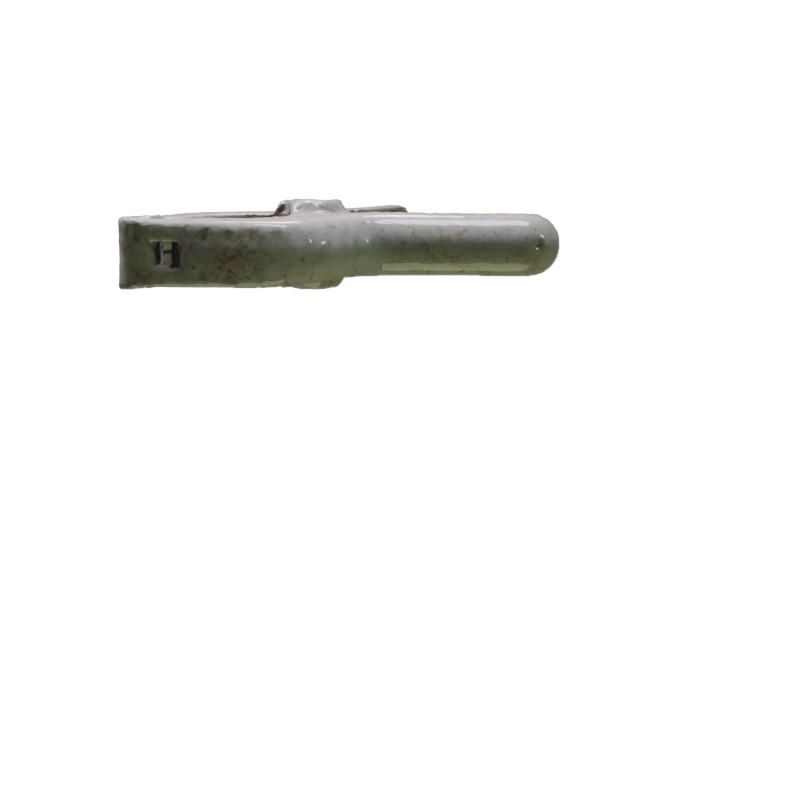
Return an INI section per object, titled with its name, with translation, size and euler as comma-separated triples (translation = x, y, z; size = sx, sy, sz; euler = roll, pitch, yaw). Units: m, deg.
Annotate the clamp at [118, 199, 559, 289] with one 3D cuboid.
[clamp]
translation = -0.036, -0.066, 0.461
size = 0.167, 0.039, 0.124
euler = -2, 6, -22
